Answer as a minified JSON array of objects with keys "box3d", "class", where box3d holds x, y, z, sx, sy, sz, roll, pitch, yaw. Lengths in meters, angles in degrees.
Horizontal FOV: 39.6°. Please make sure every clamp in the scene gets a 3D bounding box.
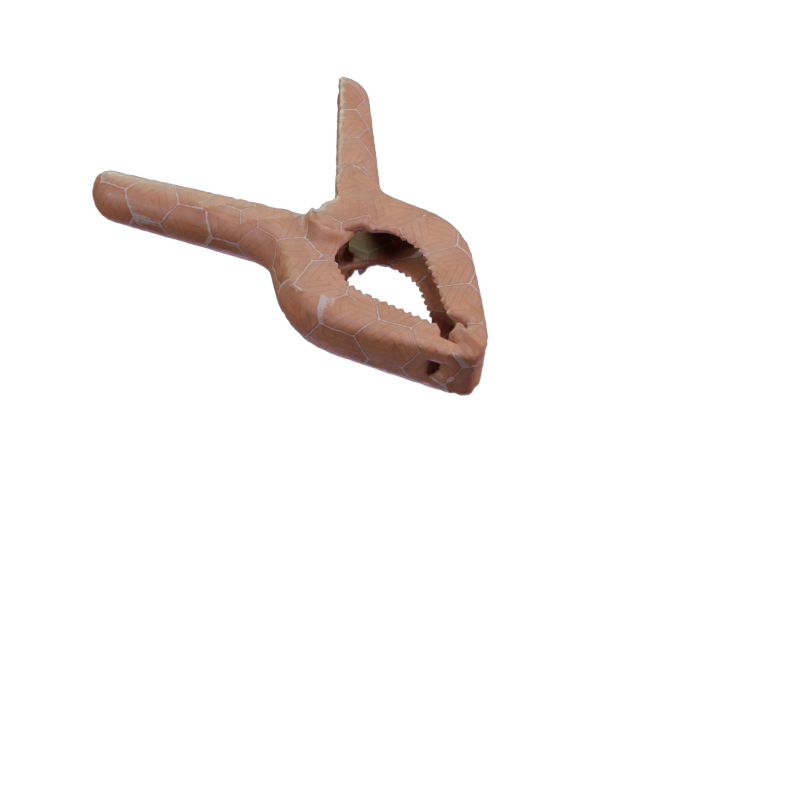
[{"box3d":[-0.042,-0.076,0.531,0.163,0.034,0.227,-23,51,-20],"class":"clamp"}]
